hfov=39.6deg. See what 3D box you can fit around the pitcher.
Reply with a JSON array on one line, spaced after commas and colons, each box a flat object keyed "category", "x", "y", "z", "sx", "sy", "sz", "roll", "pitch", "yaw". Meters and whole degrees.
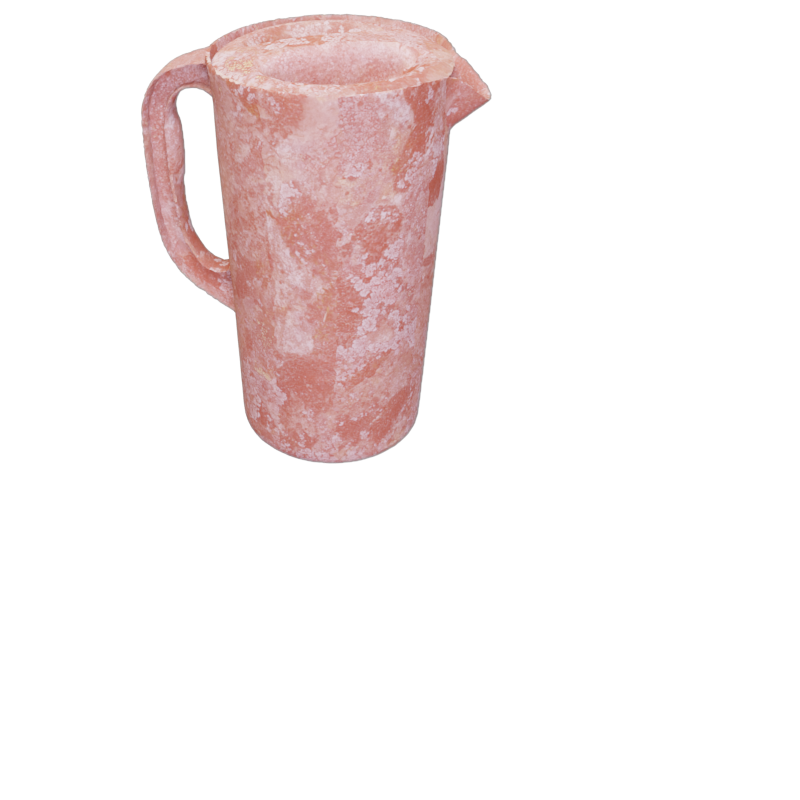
[{"category": "pitcher", "x": -0.050, "y": -0.090, "z": 0.634, "sx": 0.143, "sy": 0.229, "sz": 0.160, "roll": -20, "pitch": 37, "yaw": -32}]
